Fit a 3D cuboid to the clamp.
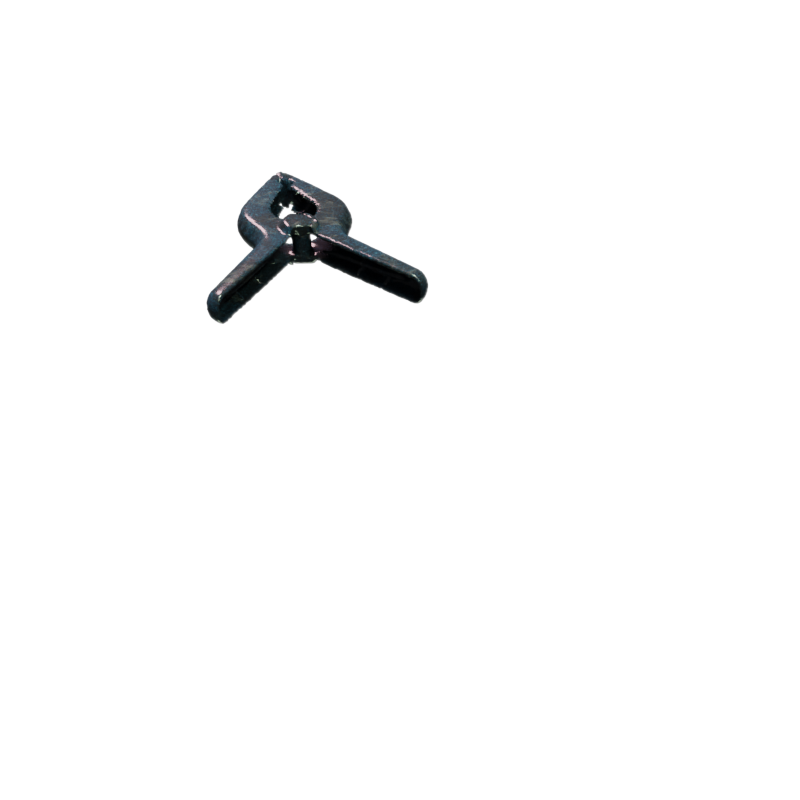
[{"bbox_3d":[-0.070,-0.128,0.893,0.164,0.034,0.225,-3,35,-4],"label":"clamp"}]
